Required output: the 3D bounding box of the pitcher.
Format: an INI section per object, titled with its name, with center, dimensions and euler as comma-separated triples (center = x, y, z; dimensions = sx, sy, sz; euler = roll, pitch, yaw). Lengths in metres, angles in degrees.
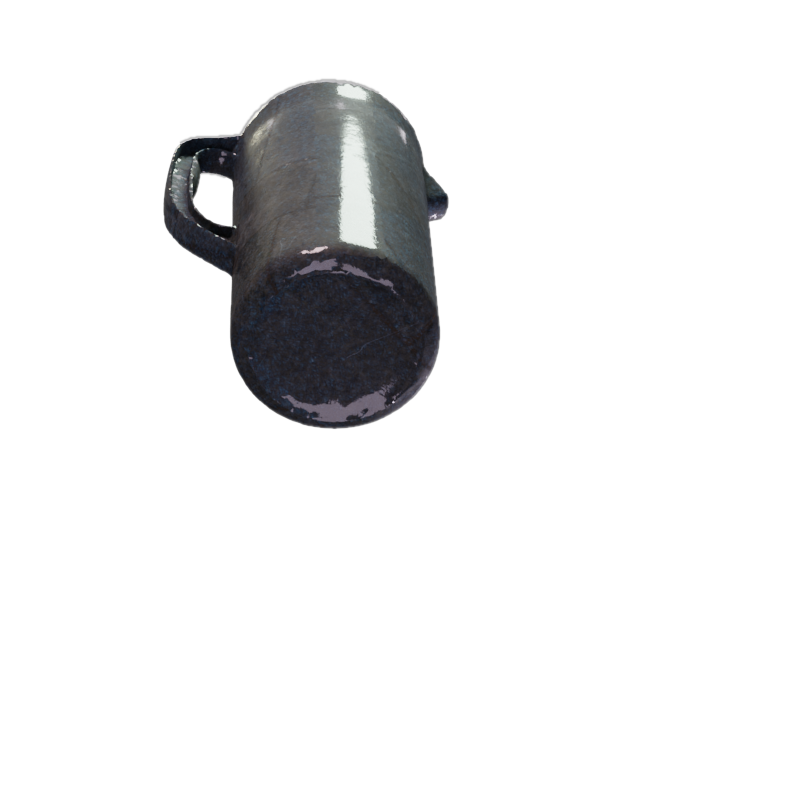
[pitcher]
center = -0.052, -0.095, 0.664
dimensions = 0.149, 0.136, 0.258
euler = -27, 28, 12
